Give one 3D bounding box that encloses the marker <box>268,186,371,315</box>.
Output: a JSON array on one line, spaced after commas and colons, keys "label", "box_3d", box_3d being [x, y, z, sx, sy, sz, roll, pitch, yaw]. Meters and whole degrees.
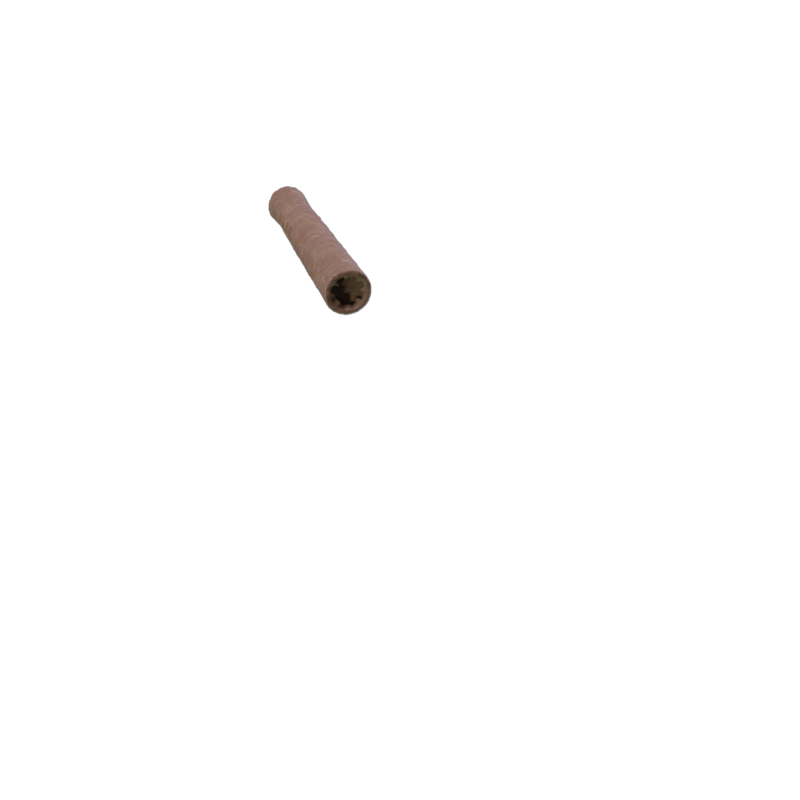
[{"label": "marker", "box_3d": [-0.037, -0.068, 0.476, 0.019, 0.019, 0.129, -2, 25, -17]}]
